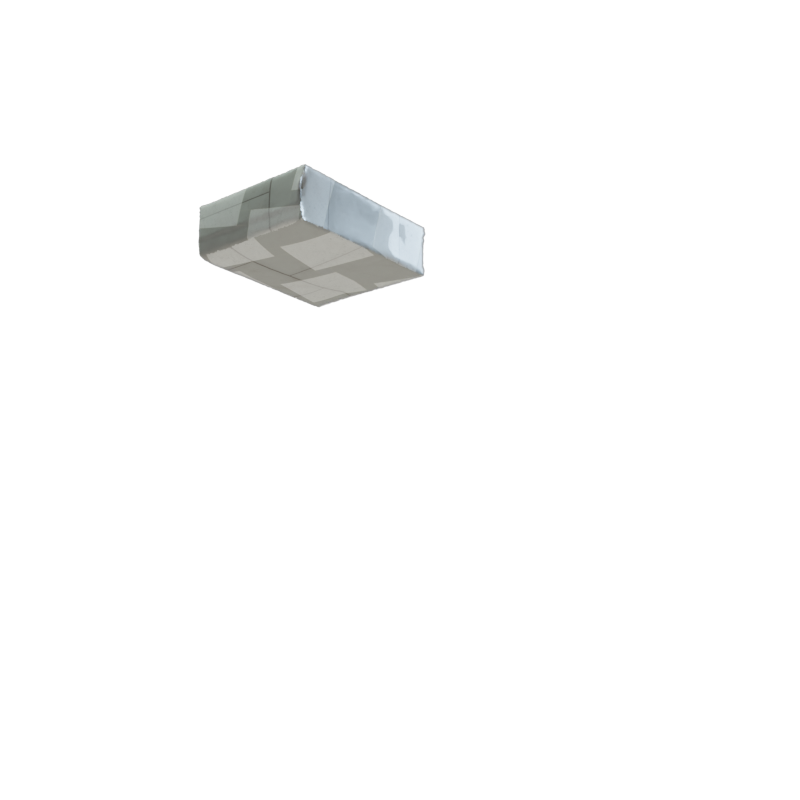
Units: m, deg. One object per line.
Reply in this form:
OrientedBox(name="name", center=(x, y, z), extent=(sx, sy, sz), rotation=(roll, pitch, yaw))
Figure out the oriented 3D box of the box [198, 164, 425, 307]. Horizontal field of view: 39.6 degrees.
OrientedBox(name="box", center=(-0.053, -0.096, 0.675), extent=(0.091, 0.041, 0.107), rotation=(-14, -22, 39))
